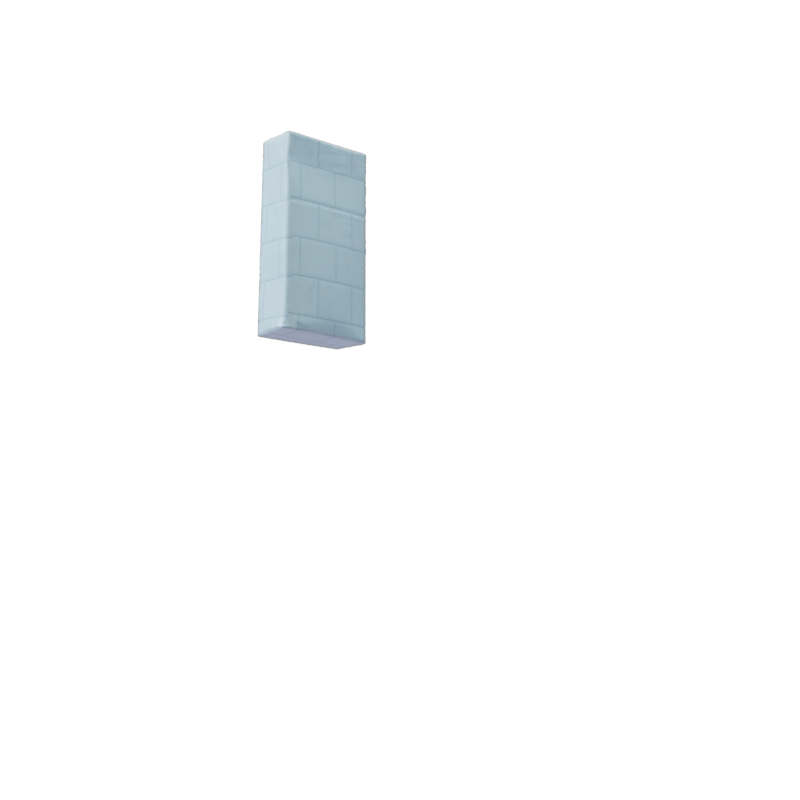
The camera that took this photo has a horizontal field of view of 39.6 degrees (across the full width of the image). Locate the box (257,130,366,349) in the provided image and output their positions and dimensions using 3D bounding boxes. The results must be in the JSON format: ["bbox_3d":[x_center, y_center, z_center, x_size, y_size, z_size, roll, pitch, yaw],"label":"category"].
[{"bbox_3d":[-0.076,-0.139,0.971,0.088,0.183,0.049,12,-21,-39],"label":"box"}]
